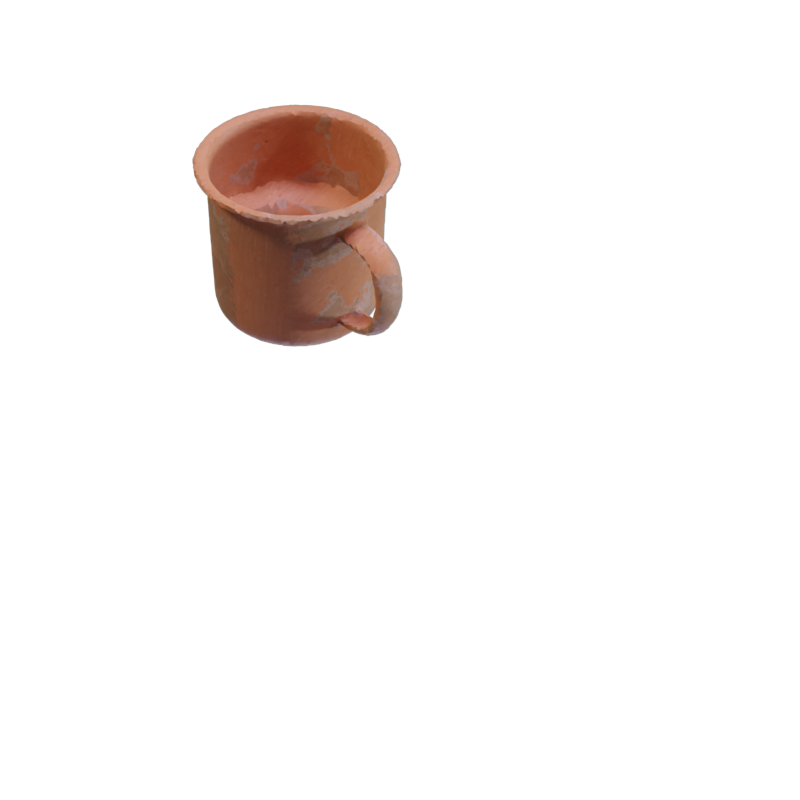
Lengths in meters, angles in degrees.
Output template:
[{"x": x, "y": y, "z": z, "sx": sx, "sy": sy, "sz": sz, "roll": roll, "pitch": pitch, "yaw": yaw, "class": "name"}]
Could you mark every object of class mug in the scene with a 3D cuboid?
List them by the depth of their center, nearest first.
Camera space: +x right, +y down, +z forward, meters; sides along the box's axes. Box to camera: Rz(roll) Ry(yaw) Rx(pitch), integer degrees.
[{"x": -0.040, "y": -0.073, "z": 0.513, "sx": 0.093, "sy": 0.076, "sz": 0.126, "roll": -29, "pitch": 51, "yaw": -29, "class": "mug"}]
